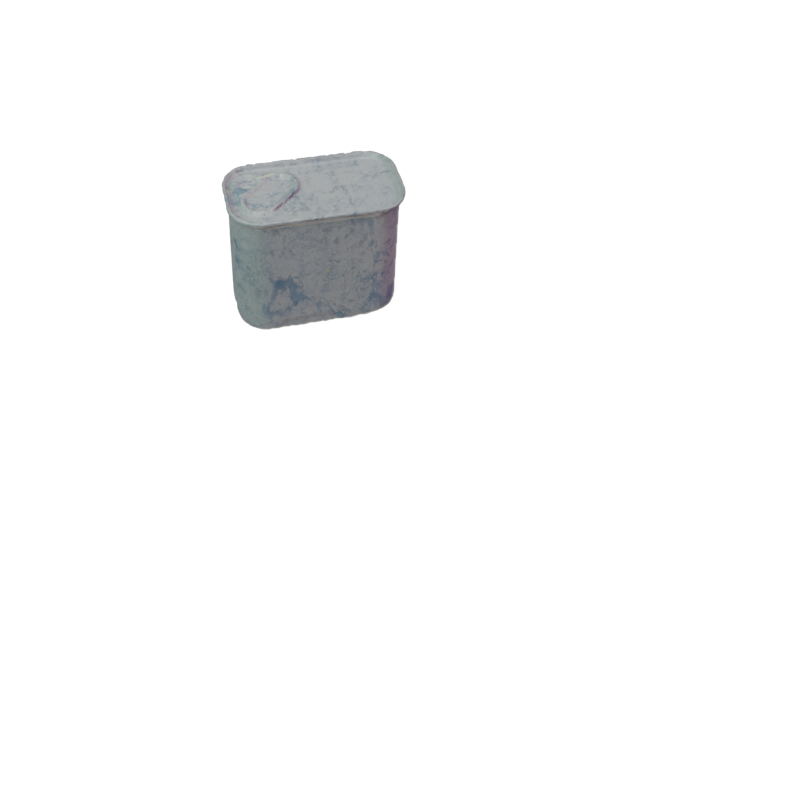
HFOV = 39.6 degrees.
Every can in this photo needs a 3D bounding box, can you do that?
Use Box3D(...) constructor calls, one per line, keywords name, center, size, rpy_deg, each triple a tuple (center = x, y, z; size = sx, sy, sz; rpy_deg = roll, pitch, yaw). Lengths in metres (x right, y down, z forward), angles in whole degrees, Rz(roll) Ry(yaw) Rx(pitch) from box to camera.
Box3D(name="can", center=(-0.051, -0.093, 0.654), size=(0.101, 0.078, 0.062), rpy_deg=(-8, 45, -10))
